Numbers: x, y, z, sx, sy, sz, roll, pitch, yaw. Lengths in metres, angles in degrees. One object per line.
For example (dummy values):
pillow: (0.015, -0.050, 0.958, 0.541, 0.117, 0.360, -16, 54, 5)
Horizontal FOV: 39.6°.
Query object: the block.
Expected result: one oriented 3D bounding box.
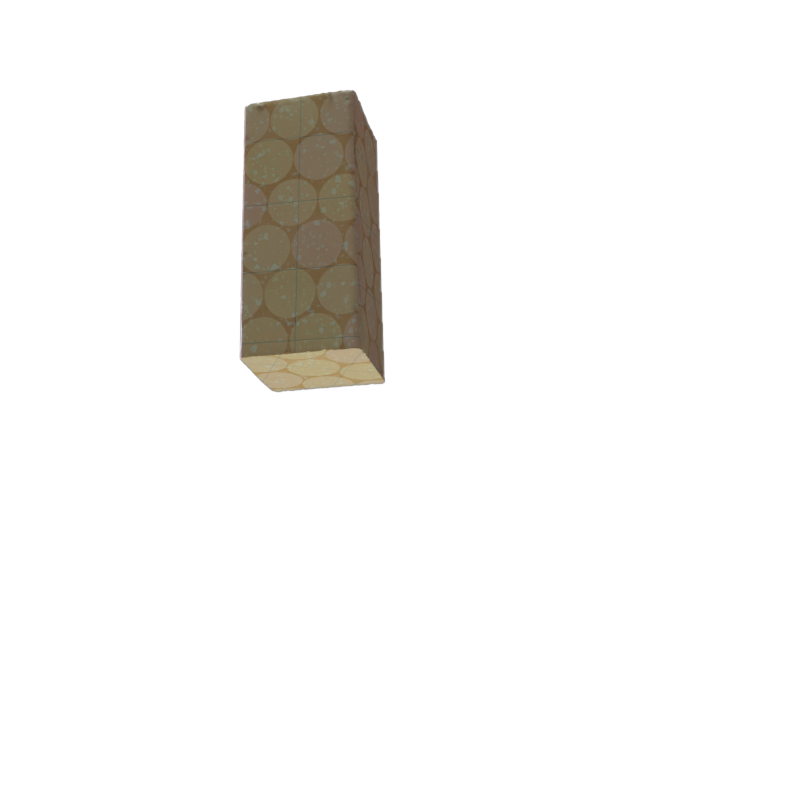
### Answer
block: (-0.067, -0.121, 0.844, 0.092, 0.217, 0.084, -6, -22, 11)
